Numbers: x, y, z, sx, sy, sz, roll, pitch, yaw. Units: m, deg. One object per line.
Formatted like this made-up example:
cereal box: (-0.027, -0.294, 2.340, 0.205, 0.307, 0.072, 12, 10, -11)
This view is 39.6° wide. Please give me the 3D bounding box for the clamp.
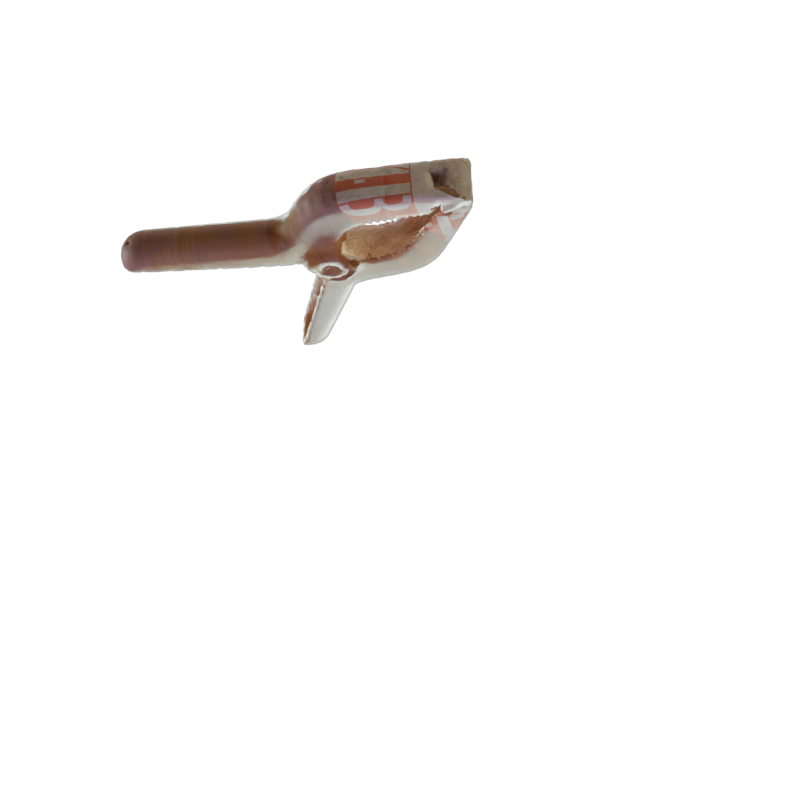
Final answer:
clamp: (-0.051, -0.092, 0.645, 0.155, 0.038, 0.210, 18, -28, -37)
